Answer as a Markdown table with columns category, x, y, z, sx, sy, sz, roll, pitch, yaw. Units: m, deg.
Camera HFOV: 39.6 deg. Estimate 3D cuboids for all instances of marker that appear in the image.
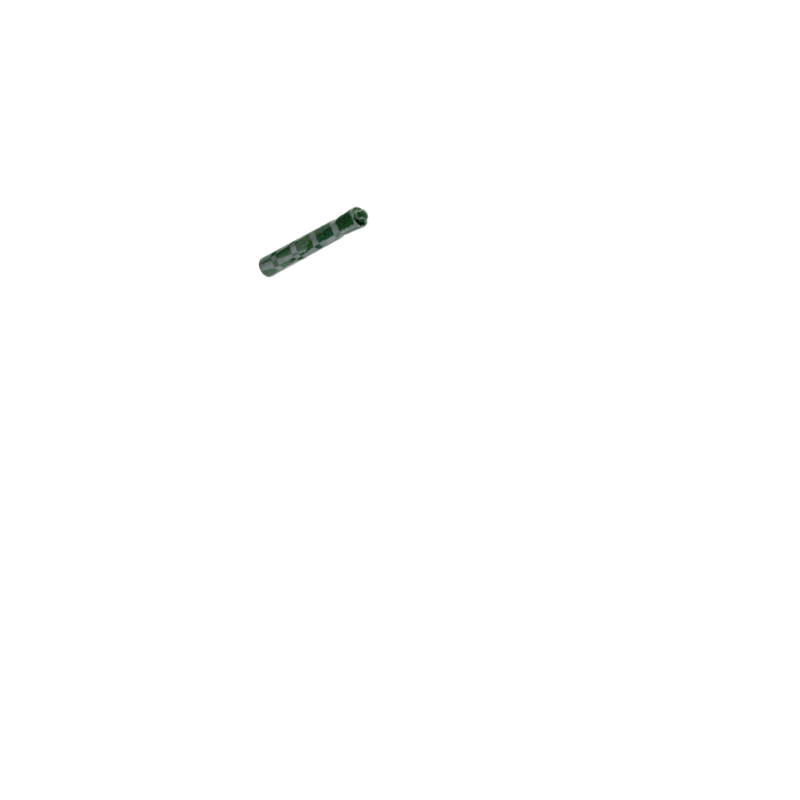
| category | x | y | z | sx | sy | sz | roll | pitch | yaw |
| --- | --- | --- | --- | --- | --- | --- | --- | --- | --- |
| marker | -0.074 | -0.136 | 0.949 | 0.121 | 0.020 | 0.019 | -22 | -11 | 37 |
